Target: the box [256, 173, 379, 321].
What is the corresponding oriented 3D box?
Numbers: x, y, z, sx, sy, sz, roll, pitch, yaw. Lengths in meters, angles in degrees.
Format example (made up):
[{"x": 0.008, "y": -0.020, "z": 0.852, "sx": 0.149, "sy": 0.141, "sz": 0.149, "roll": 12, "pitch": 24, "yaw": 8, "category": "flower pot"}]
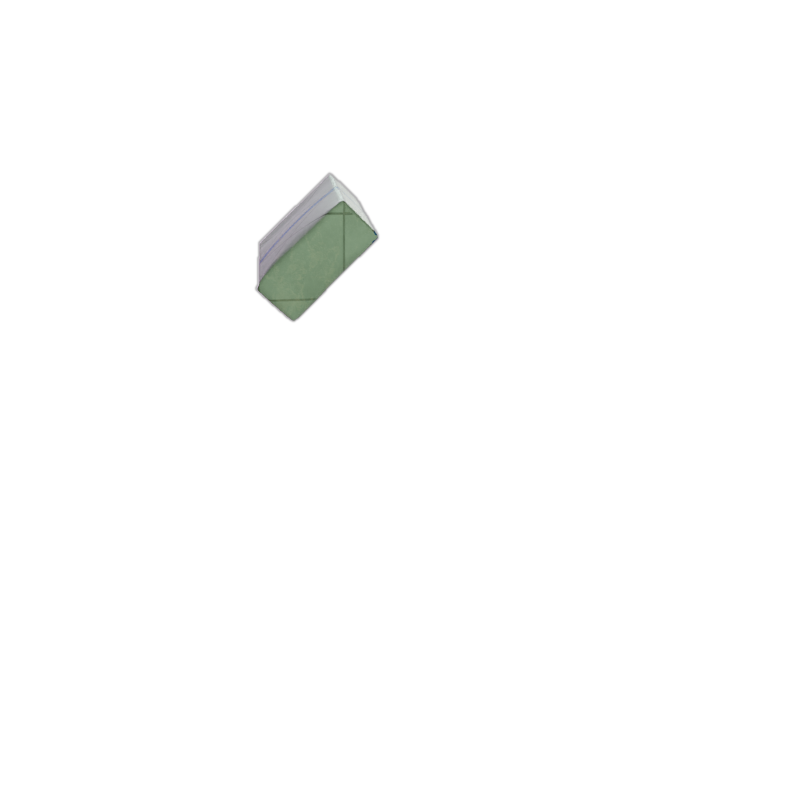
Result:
[{"x": -0.069, "y": -0.127, "z": 0.891, "sx": 0.047, "sy": 0.093, "sz": 0.182, "roll": 45, "pitch": 8, "yaw": -14, "category": "box"}]
